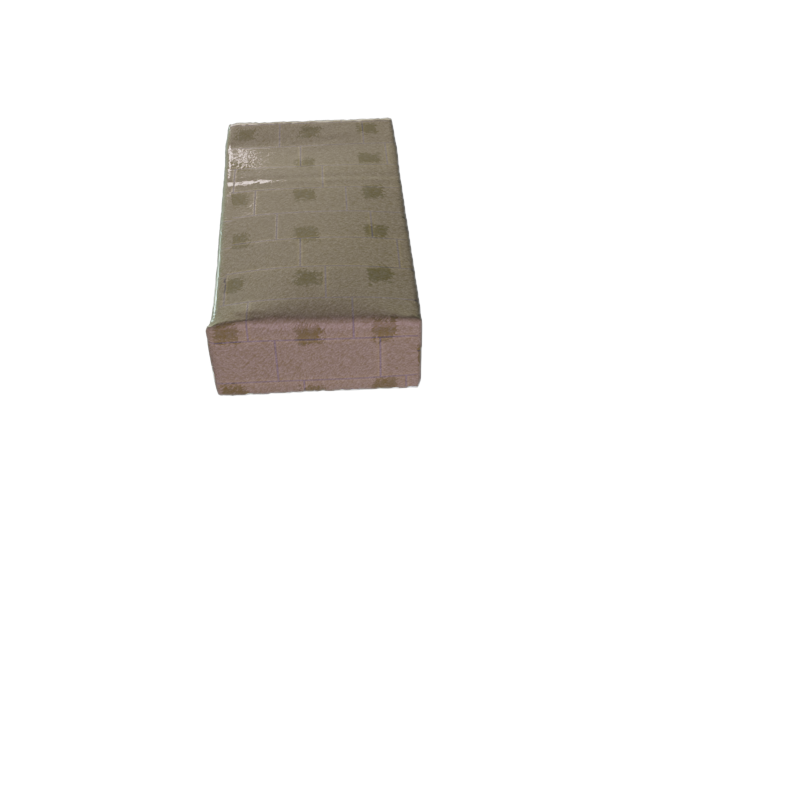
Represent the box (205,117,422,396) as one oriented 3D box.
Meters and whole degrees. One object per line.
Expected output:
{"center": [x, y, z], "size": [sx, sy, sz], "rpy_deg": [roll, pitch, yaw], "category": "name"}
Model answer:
{"center": [-0.043, -0.078, 0.548], "size": [0.093, 0.045, 0.189], "rpy_deg": [-3, 39, -1], "category": "box"}
